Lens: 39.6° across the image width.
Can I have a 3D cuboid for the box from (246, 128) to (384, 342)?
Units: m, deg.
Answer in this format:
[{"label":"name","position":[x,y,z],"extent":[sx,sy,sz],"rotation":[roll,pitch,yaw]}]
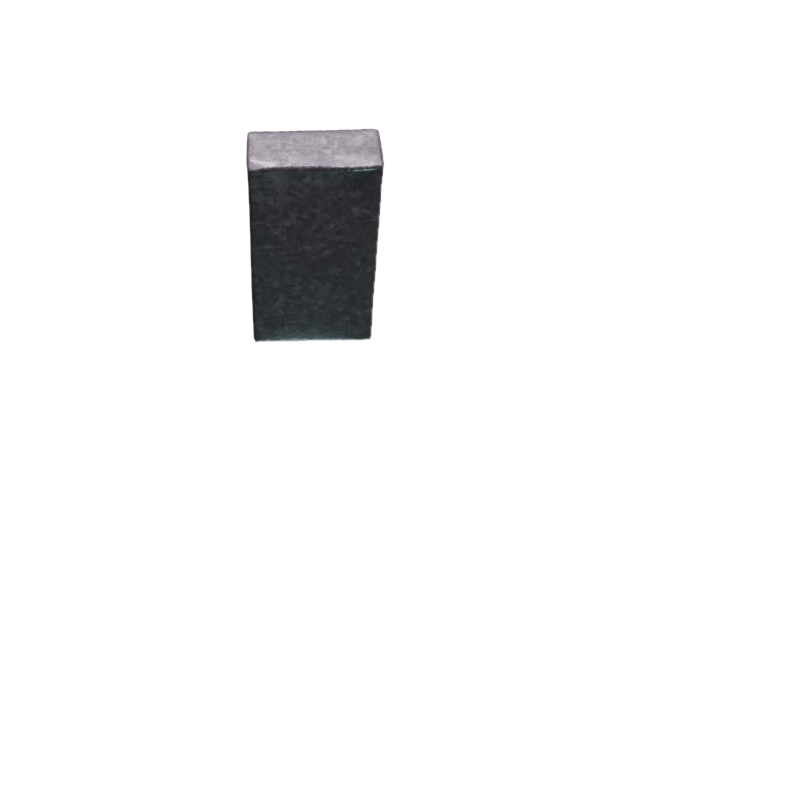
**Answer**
[{"label":"box","position":[-0.063,-0.114,0.801],"extent":[0.093,0.052,0.164],"rotation":[-1,-39,-4]}]
